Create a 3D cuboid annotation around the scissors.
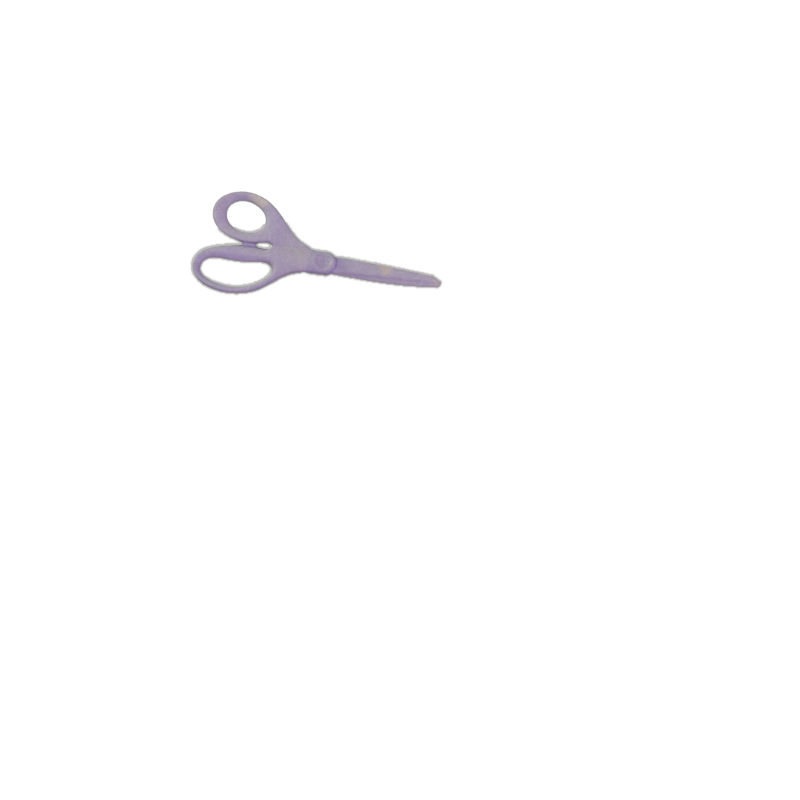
[{"bbox_3d":[-0.072,-0.131,0.917,0.201,0.100,0.015,-5,-16,-2],"label":"scissors"}]
